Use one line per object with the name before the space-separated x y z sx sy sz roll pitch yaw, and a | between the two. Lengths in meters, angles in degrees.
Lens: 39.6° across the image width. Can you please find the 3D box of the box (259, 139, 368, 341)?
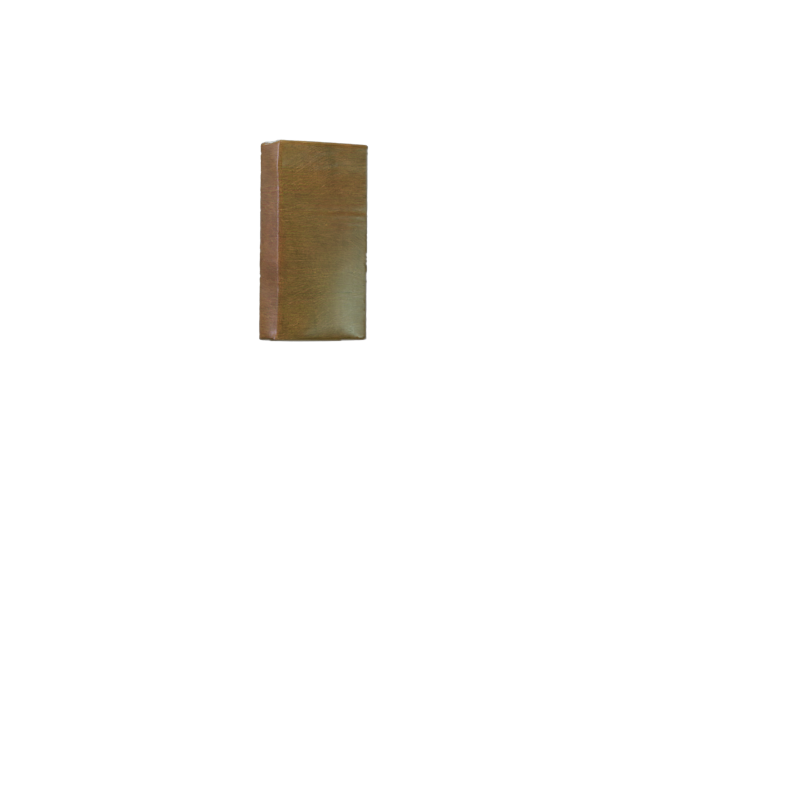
box | -0.077 -0.141 0.989 0.090 0.177 0.049 0 -2 -32
